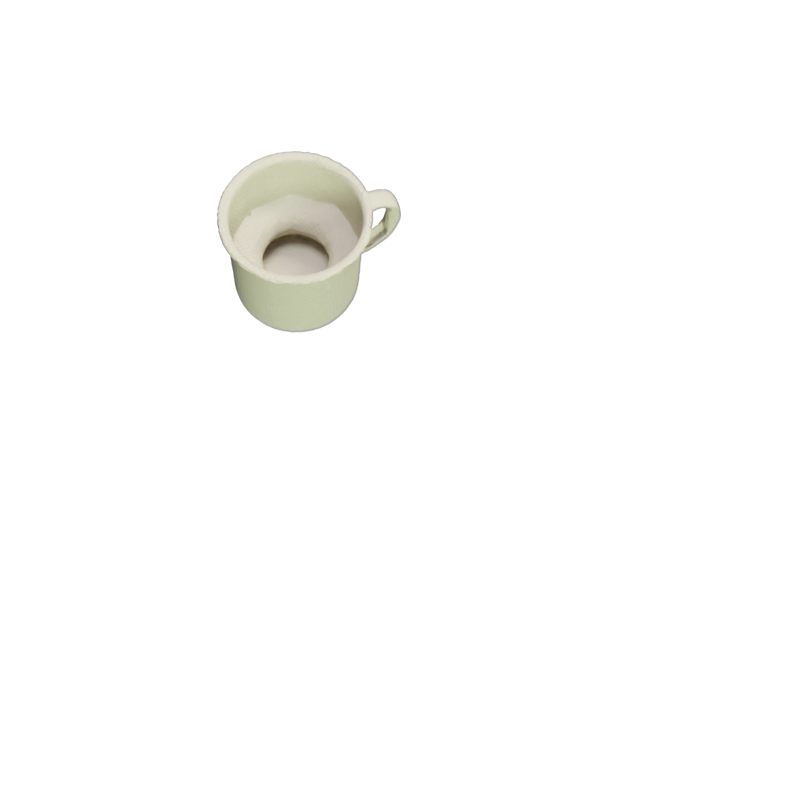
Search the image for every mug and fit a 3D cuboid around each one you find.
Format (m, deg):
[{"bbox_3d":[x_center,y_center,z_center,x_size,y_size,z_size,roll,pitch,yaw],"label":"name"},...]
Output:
[{"bbox_3d":[-0.054,-0.099,0.694,0.117,0.099,0.077,-24,-24,-13],"label":"mug"}]
